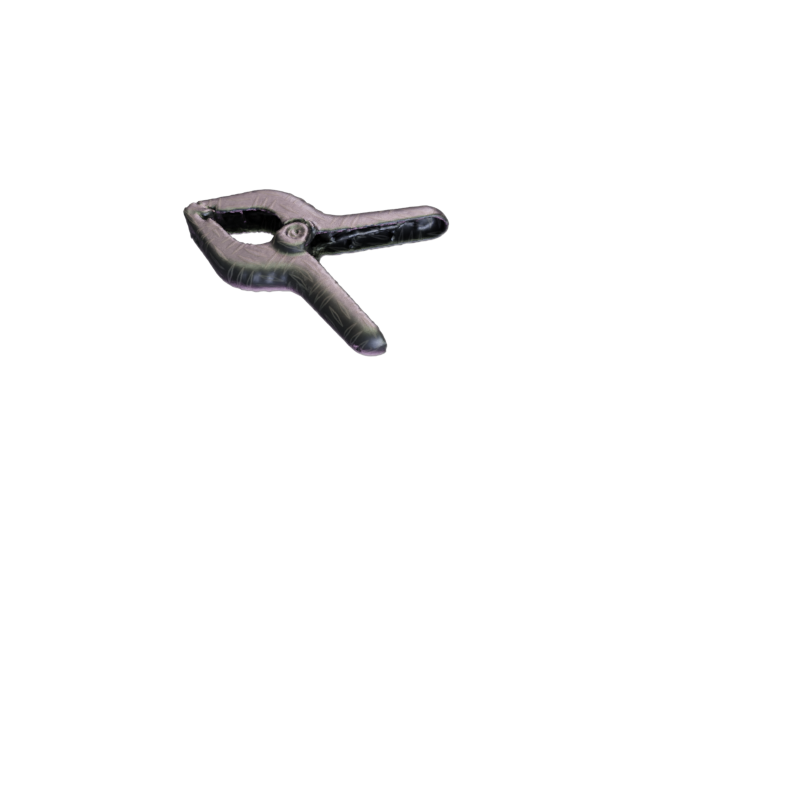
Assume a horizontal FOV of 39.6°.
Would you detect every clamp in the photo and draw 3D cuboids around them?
[{"bbox_3d":[-0.056,-0.103,0.721,0.180,0.036,0.123,25,52,21],"label":"clamp"}]
